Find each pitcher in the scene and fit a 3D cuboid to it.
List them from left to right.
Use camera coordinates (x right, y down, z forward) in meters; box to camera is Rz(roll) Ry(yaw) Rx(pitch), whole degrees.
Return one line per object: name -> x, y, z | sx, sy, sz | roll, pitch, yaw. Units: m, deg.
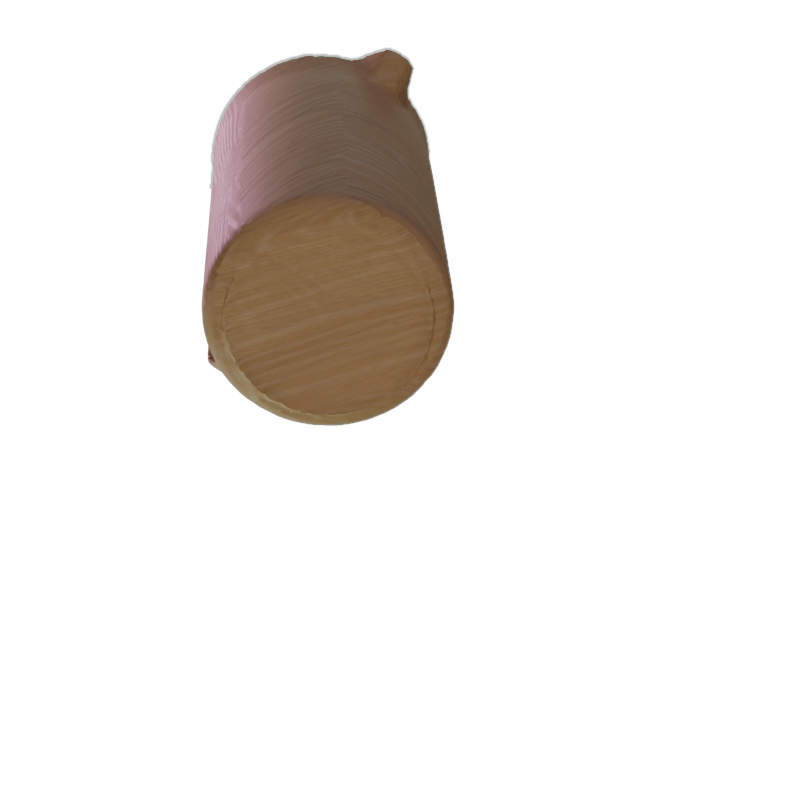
pitcher -> -0.045, -0.082, 0.578 | 0.145, 0.141, 0.256 | -9, 26, 1
